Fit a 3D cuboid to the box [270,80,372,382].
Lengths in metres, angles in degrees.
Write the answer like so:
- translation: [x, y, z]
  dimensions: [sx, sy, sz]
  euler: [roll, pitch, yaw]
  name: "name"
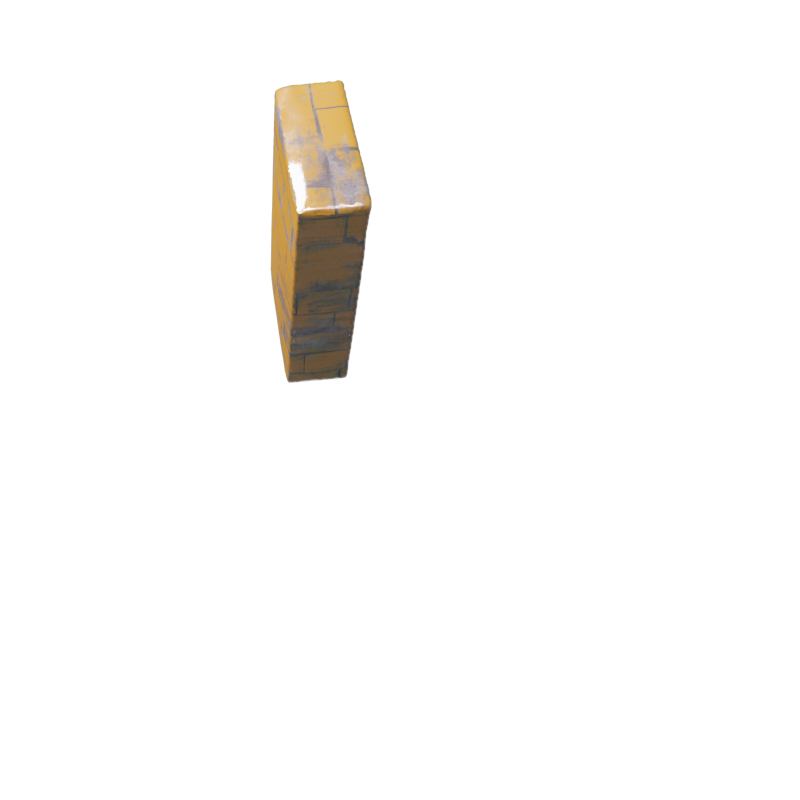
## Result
- translation: [-0.051, -0.093, 0.652]
  dimensions: [0.048, 0.100, 0.165]
  euler: [-7, -31, -8]
  name: "box"
